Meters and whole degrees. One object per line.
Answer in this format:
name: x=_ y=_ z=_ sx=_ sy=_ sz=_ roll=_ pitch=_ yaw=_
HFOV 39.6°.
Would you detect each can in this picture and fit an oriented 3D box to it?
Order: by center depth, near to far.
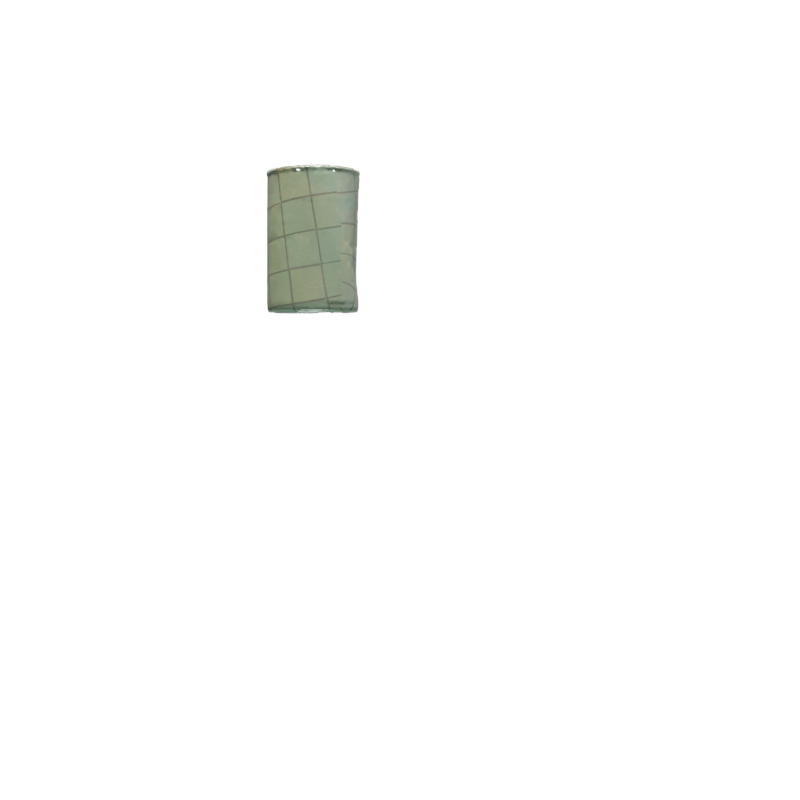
can: x=-0.063 y=-0.115 z=0.803 sx=0.068 sy=0.103 sz=0.068 roll=0 pitch=-3 yaw=-2
